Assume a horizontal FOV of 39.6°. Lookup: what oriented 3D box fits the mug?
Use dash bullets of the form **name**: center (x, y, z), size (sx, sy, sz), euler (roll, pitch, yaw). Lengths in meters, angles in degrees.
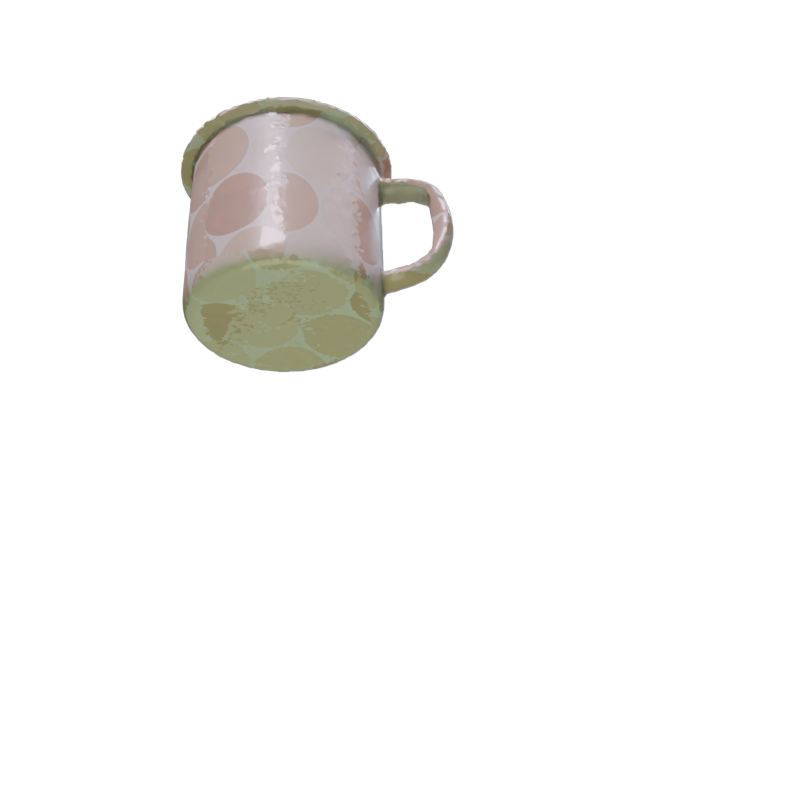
- **mug**: center (-0.036, -0.066, 0.465), size (0.117, 0.087, 0.087), euler (-3, -36, 2)
